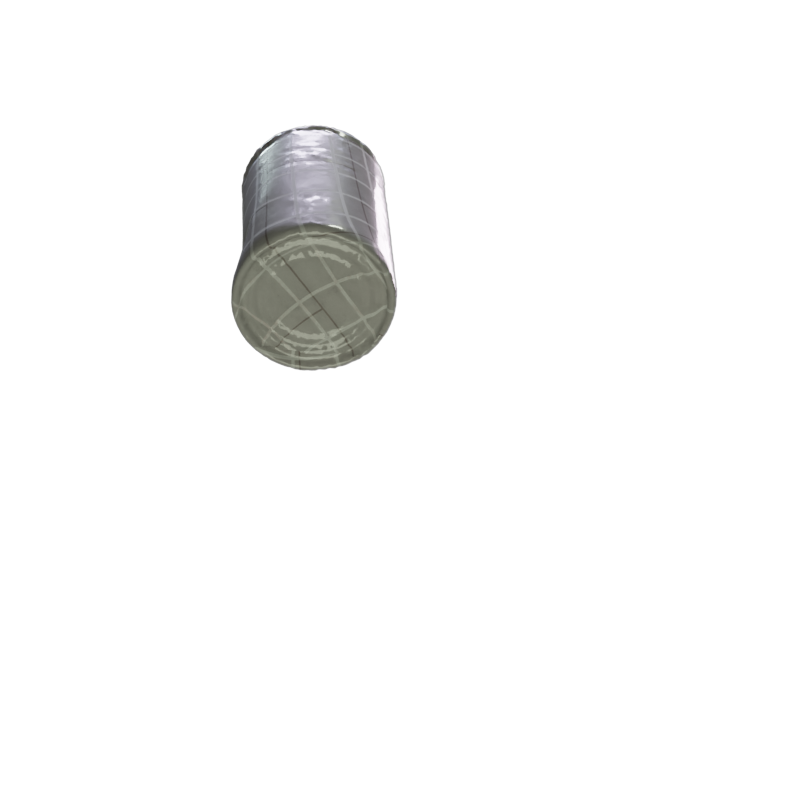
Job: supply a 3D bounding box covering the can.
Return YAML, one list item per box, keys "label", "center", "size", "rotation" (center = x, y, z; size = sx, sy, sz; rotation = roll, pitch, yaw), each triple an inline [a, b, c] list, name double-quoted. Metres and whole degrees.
- label: "can"
  center: [-0.038, -0.069, 0.480]
  size: [0.068, 0.064, 0.109]
  rotation: [-1, 33, -3]
